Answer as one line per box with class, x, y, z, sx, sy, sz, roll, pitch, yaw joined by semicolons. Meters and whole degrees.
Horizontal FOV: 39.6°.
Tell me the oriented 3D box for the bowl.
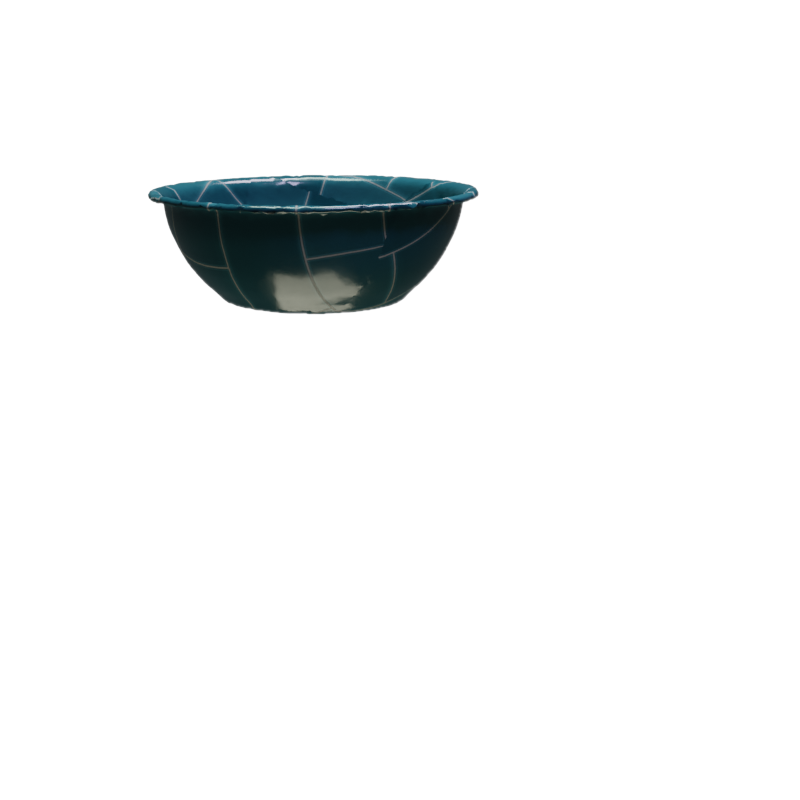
bowl;-0.043;-0.078;0.549;0.162;0.053;0.167;0;15;-2
